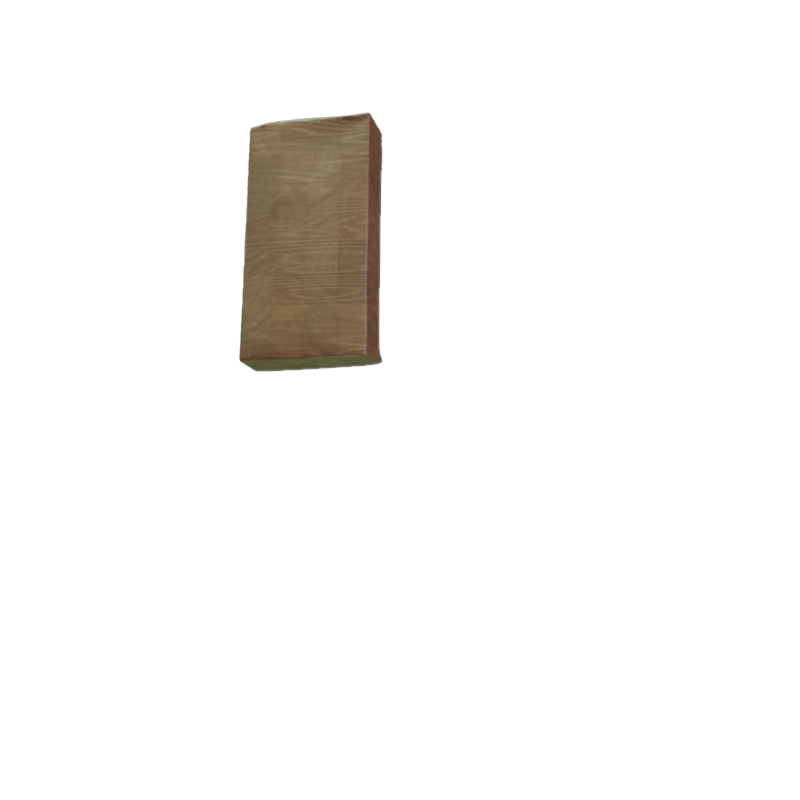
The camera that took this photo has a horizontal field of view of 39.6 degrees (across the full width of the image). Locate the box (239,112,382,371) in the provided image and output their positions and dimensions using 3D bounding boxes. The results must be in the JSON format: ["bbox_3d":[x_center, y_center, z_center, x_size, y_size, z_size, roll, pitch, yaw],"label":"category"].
[{"bbox_3d":[-0.061,-0.111,0.779,0.095,0.183,0.045,-5,-16,14],"label":"box"}]
